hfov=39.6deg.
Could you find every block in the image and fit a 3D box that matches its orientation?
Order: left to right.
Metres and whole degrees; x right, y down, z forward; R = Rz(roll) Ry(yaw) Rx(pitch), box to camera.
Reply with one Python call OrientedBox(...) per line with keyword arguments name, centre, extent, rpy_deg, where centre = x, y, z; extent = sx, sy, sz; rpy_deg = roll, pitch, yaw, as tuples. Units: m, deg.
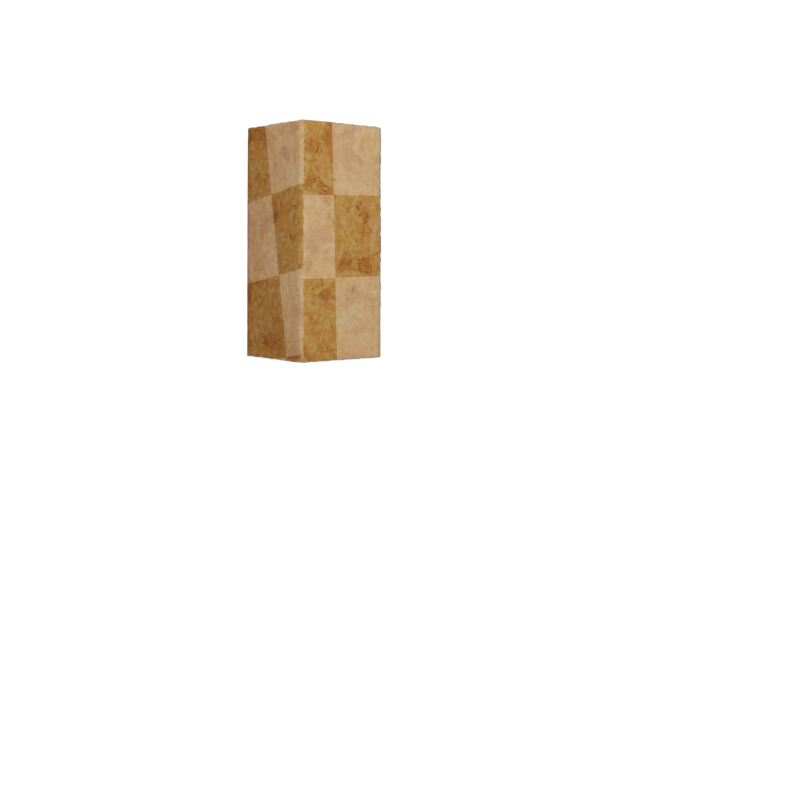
OrientedBox(name="block", centre=(-0.078, -0.142, 0.996), extent=(0.087, 0.206, 0.094), rpy_deg=(0, 1, -40))
